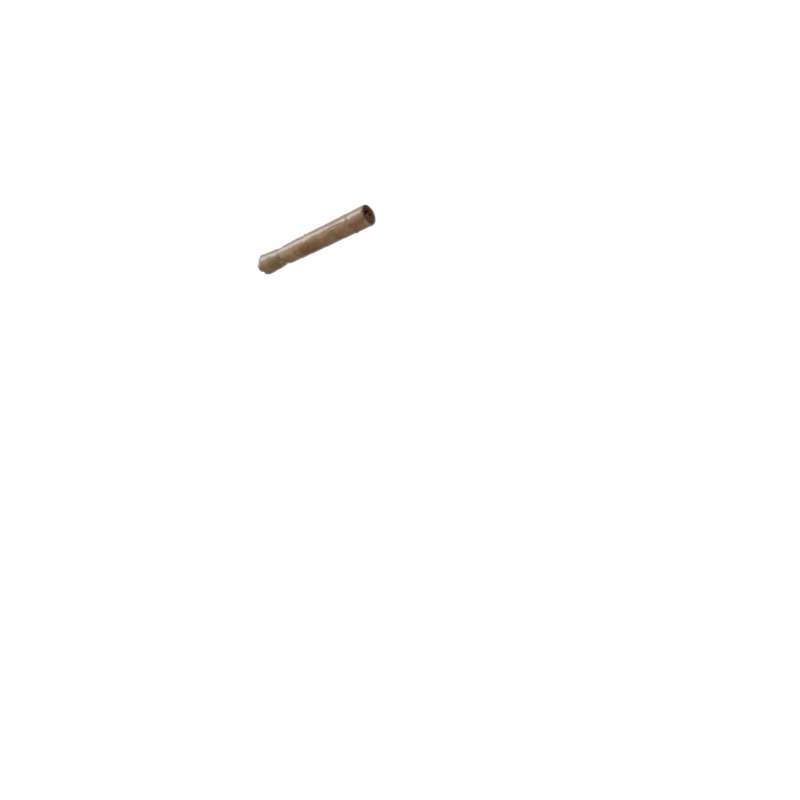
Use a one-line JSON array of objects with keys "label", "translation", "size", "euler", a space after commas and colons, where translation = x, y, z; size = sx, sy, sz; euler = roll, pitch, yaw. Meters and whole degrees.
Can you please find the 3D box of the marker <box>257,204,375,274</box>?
[{"label": "marker", "translation": [-0.074, -0.135, 0.945], "size": [0.122, 0.020, 0.019], "euler": [-20, -8, 32]}]
